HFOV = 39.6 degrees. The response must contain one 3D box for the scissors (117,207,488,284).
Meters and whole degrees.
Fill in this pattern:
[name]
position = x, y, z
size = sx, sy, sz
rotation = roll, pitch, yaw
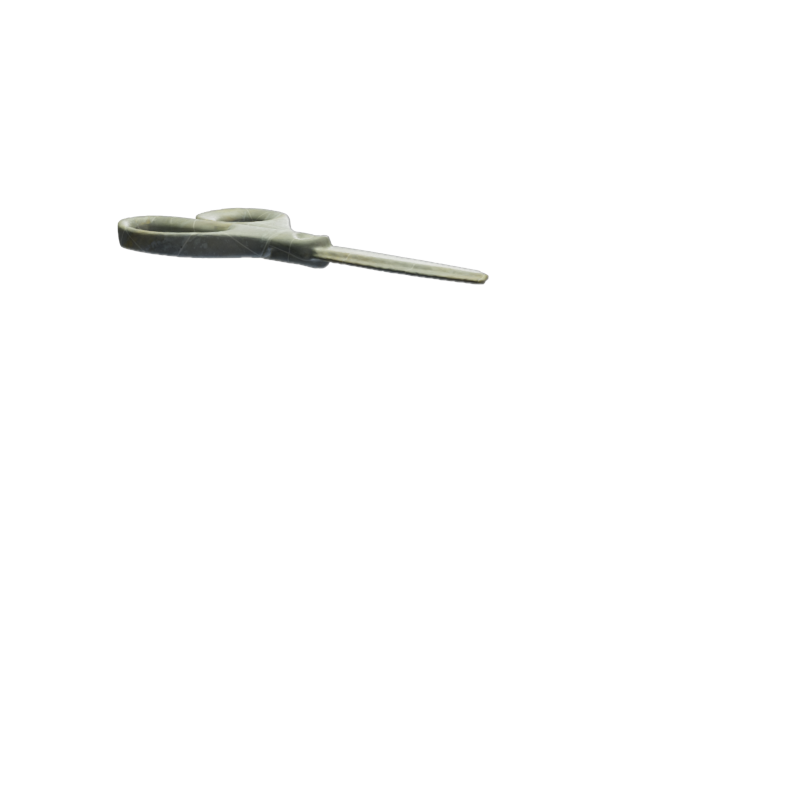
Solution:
[scissors]
position = -0.042, -0.077, 0.536
size = 0.209, 0.015, 0.096
rotation = 8, 20, 23
